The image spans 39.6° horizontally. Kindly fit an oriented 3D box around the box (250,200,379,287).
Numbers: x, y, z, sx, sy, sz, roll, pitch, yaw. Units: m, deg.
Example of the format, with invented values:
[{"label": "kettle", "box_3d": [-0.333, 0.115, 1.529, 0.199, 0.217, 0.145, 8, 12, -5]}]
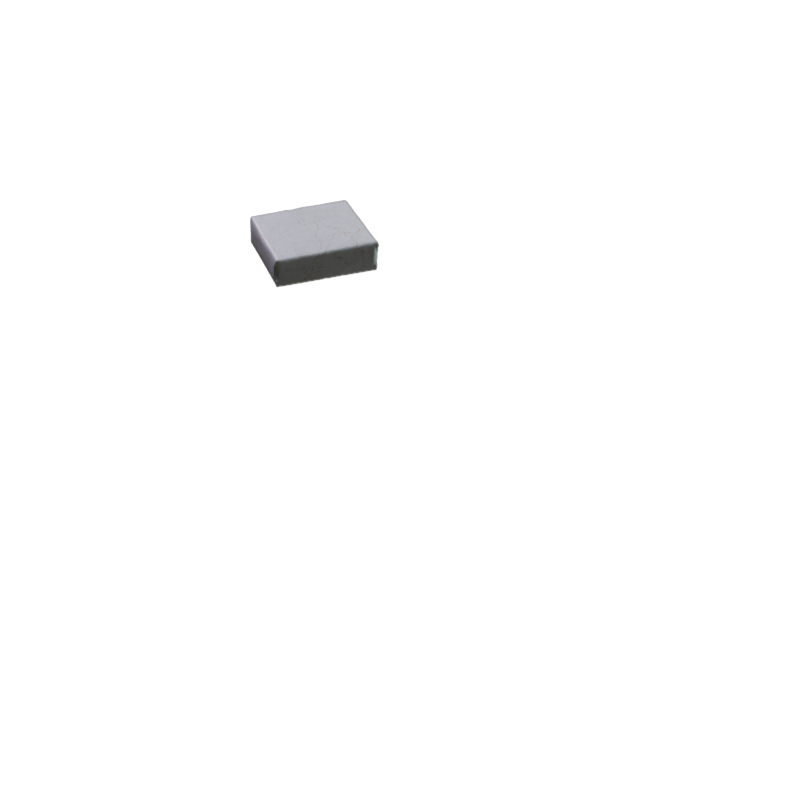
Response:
[{"label": "box", "box_3d": [-0.071, -0.130, 0.913, 0.088, 0.028, 0.079, -13, 39, -16]}]
